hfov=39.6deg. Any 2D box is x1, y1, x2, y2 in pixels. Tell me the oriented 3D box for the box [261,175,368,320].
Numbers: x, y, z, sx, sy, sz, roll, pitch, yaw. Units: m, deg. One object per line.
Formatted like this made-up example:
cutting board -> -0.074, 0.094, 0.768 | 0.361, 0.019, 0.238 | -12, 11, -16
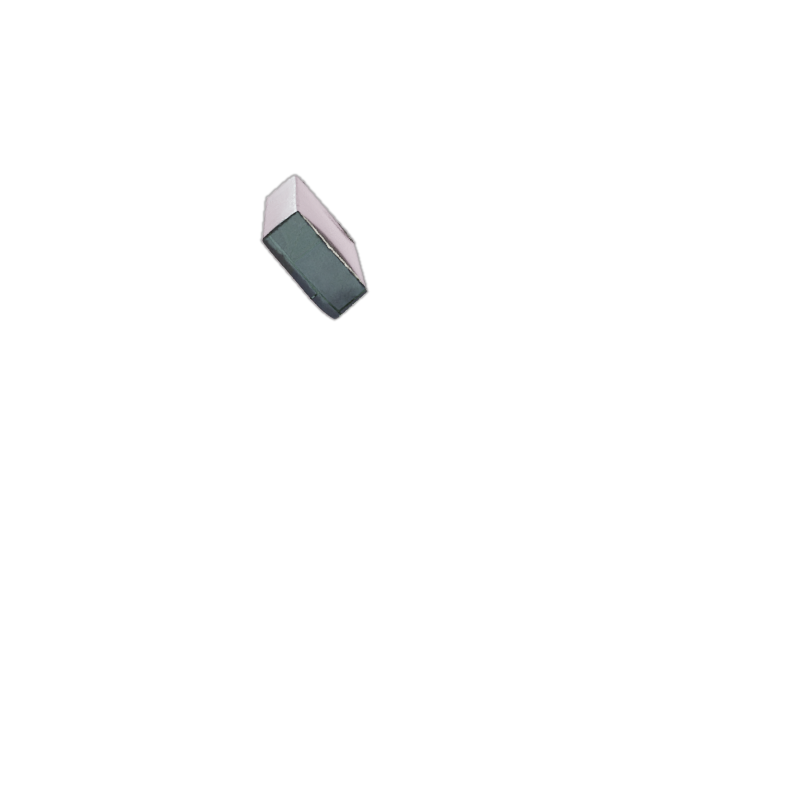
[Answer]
box -> -0.077, -0.140, 0.980 | 0.048, 0.090, 0.184 | -38, 19, 11
